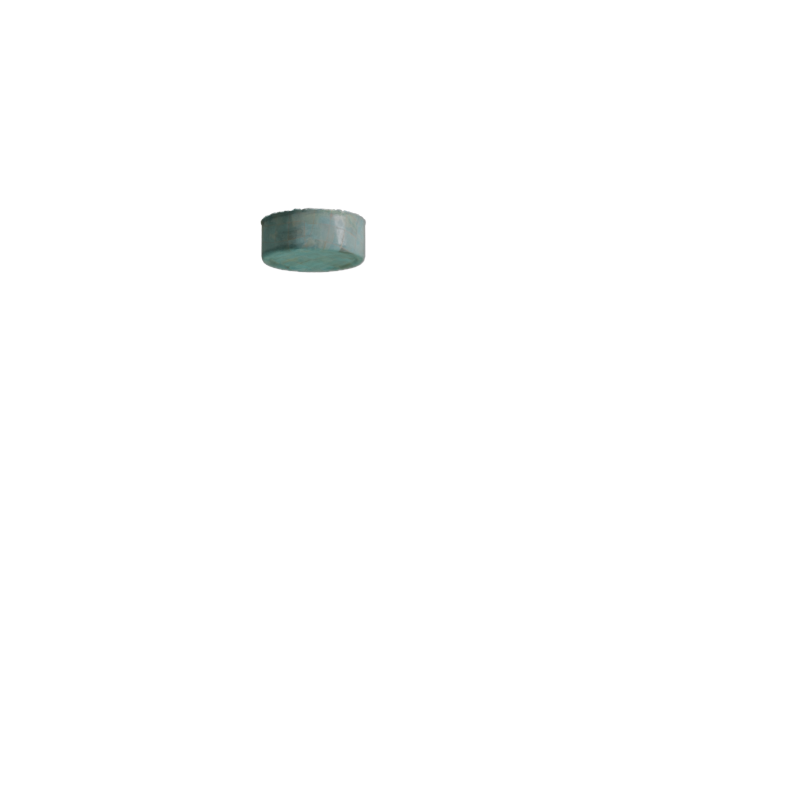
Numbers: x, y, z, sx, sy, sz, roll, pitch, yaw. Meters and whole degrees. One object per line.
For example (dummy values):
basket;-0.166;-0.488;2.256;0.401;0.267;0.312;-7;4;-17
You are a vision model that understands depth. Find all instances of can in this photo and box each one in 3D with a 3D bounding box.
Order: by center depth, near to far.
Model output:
can;-0.070;-0.128;0.898;0.086;0.034;0.084;0;-7;-2
